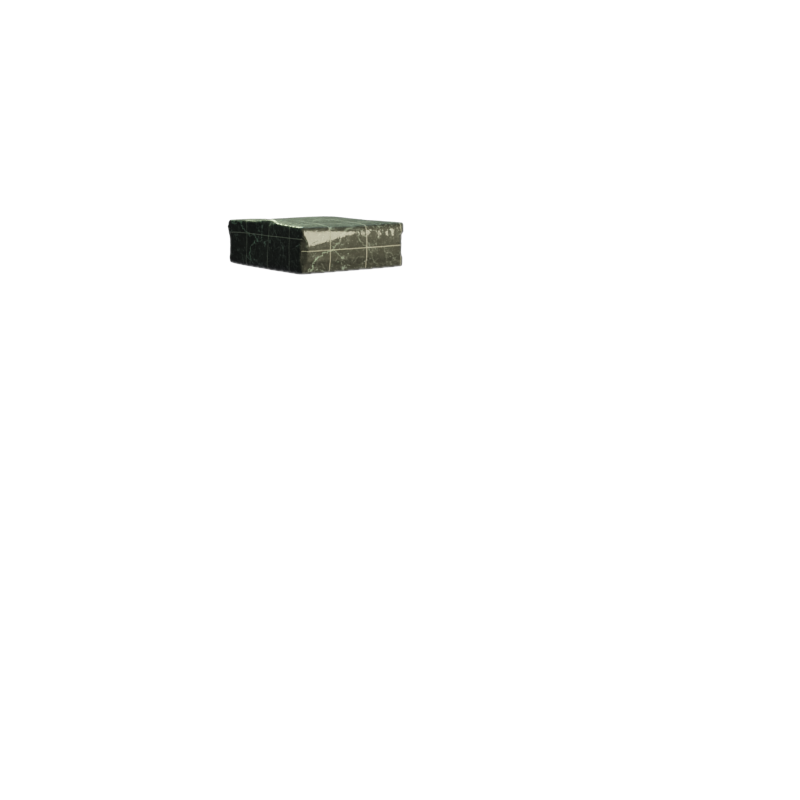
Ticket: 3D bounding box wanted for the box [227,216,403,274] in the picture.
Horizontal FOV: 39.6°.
[{"bbox_3d":[-0.053,-0.097,0.680,0.071,0.030,0.094,-8,14,-34],"label":"box"}]
